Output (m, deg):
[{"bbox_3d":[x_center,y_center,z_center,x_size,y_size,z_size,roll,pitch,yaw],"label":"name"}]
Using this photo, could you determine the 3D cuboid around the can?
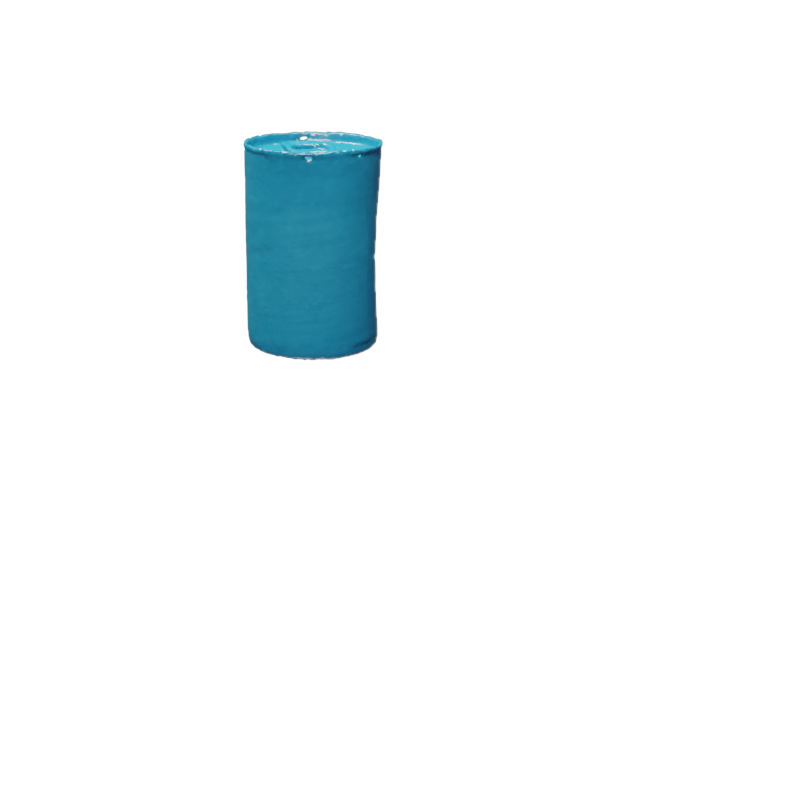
[{"bbox_3d":[-0.043,-0.079,0.552,0.068,0.099,0.071,0,17,-2],"label":"can"}]
